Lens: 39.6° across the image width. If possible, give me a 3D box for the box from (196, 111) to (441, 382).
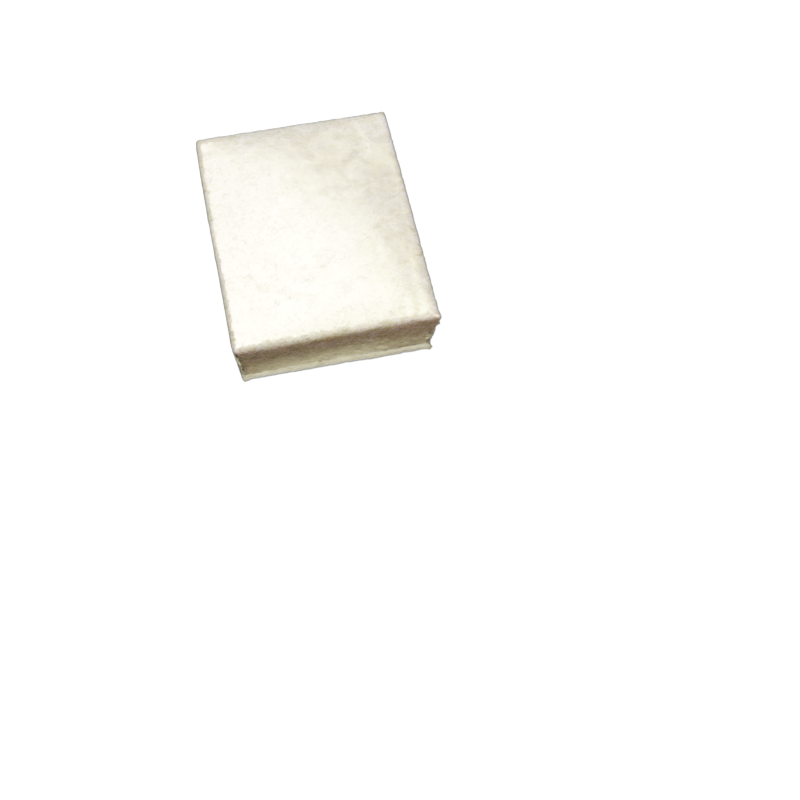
[{"bbox_3d":[-0.039,-0.071,0.500,0.089,0.121,0.037,-11,-25,-6],"label":"box"}]
